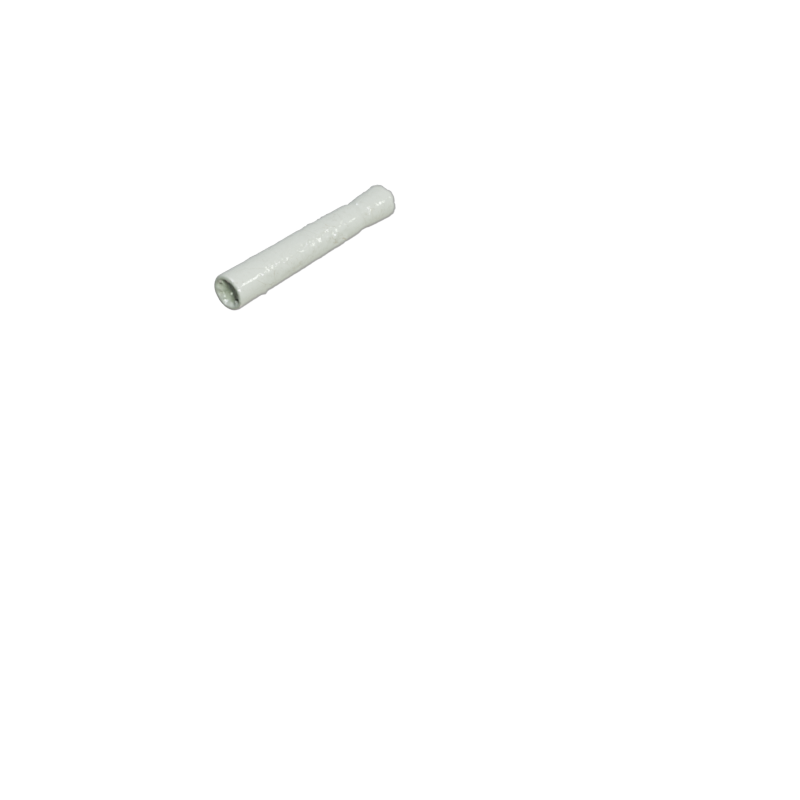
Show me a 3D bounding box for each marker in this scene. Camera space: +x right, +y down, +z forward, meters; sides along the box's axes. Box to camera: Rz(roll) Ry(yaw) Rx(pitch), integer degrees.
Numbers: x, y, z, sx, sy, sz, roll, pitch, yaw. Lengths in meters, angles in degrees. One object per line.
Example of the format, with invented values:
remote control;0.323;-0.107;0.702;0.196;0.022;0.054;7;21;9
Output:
marker;-0.044;-0.080;0.558;0.021;0.019;0.122;3;31;44
